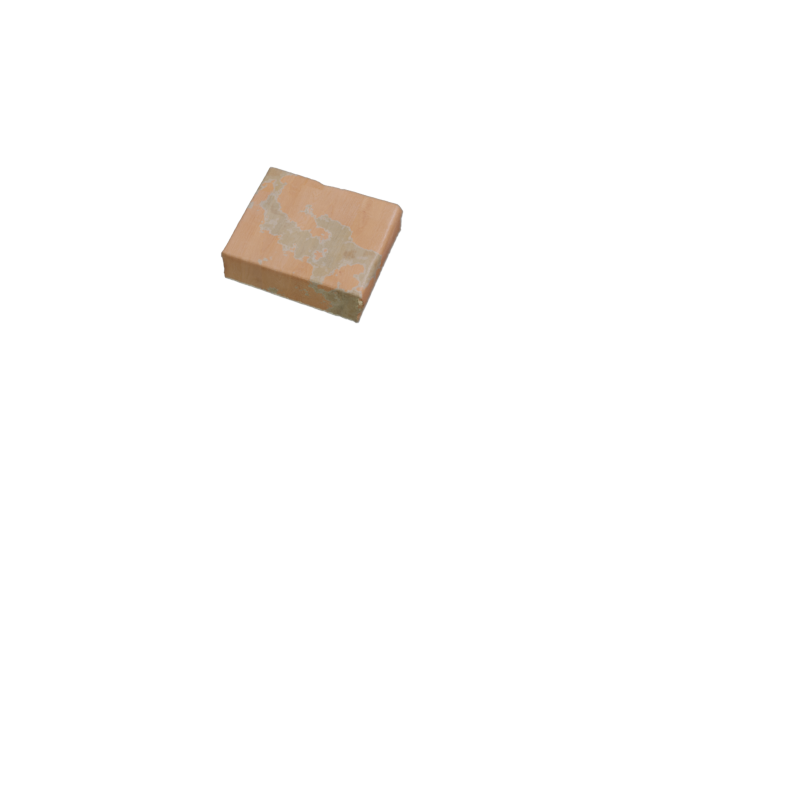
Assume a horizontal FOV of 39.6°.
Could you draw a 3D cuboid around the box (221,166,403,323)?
[{"bbox_3d":[-0.052,-0.095,0.664,0.091,0.076,0.028,18,-32,11],"label":"box"}]
